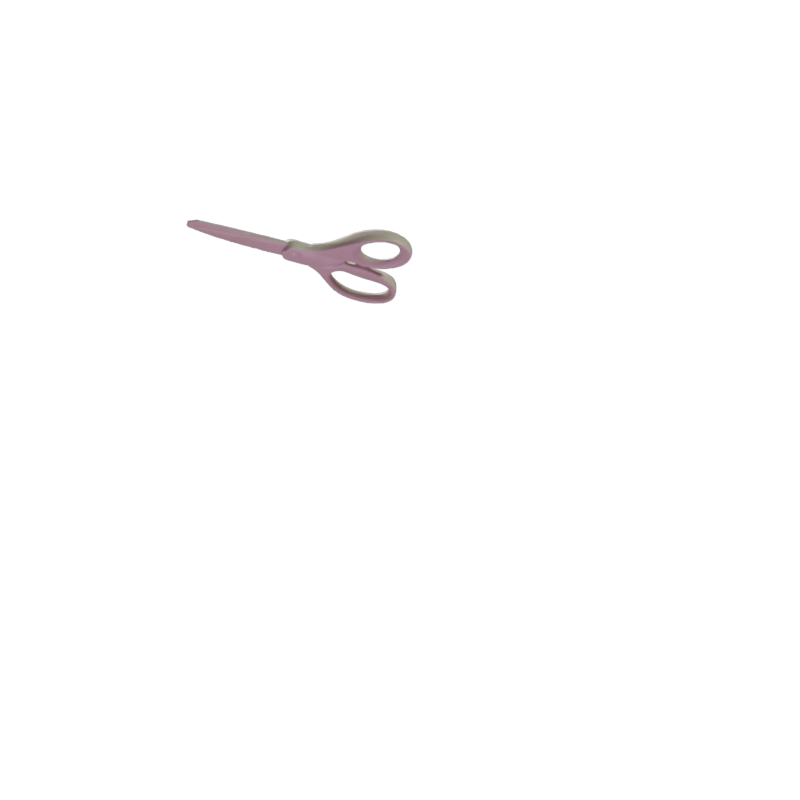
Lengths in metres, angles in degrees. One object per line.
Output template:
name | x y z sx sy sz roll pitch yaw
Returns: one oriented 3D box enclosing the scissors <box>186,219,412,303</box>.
scissors | -0.076 -0.138 0.965 0.191 0.017 0.094 25 -45 -28
